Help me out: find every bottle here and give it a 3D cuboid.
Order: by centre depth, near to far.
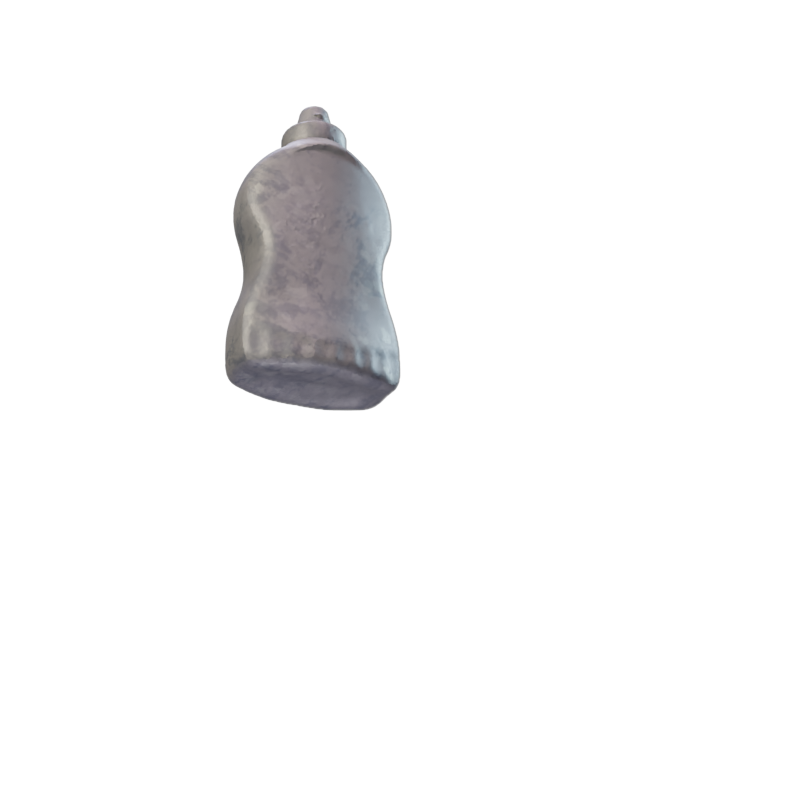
[{"bbox_3d":[-0.051,-0.094,0.655,0.093,0.204,0.057,10,-32,-20],"label":"bottle"}]
